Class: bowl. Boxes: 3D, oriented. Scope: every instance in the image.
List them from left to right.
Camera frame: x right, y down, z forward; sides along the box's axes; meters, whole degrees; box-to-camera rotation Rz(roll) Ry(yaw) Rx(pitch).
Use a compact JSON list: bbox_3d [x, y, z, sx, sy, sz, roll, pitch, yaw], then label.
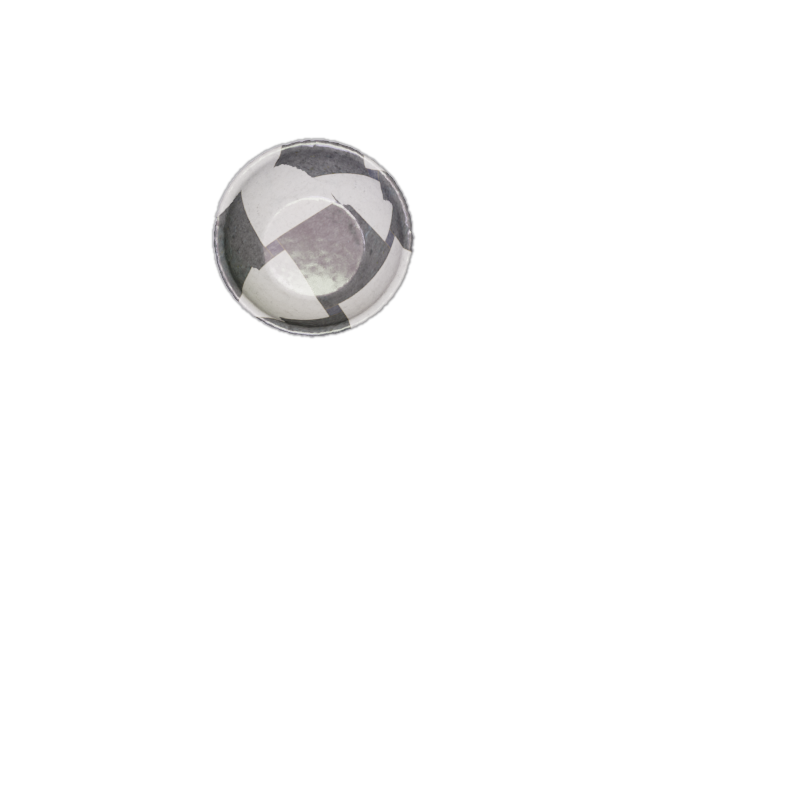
[{"bbox_3d":[-0.072,-0.131,0.919,0.162,0.166,0.054,0,-9,0],"label":"bowl"}]
